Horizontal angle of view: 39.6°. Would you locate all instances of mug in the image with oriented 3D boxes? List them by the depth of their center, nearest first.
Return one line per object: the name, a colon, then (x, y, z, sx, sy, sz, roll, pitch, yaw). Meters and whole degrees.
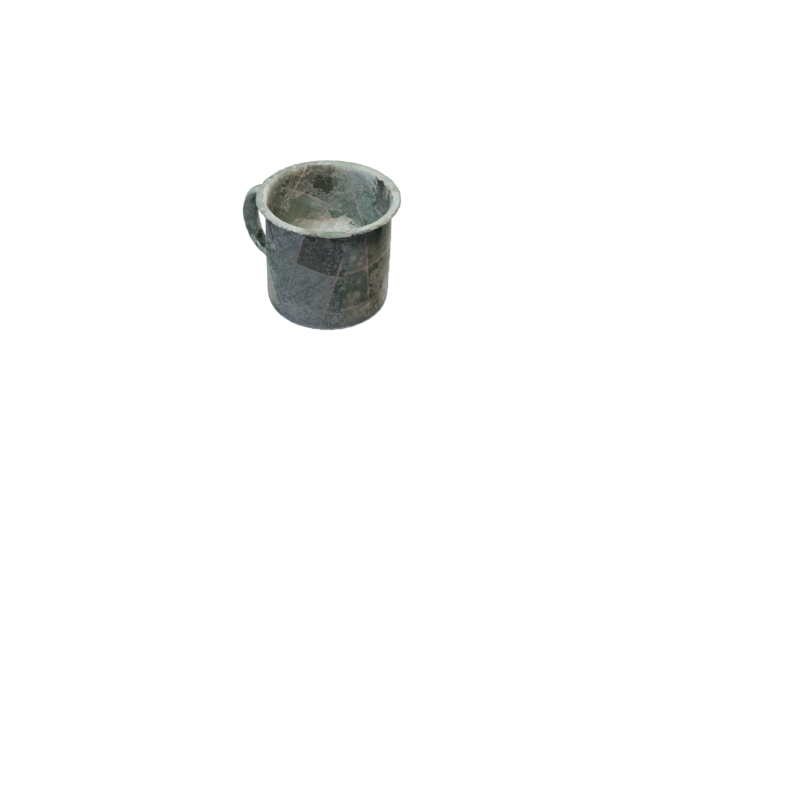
mug: (-0.058, -0.105, 0.737, 0.123, 0.076, 0.095, 23, 43, 26)
